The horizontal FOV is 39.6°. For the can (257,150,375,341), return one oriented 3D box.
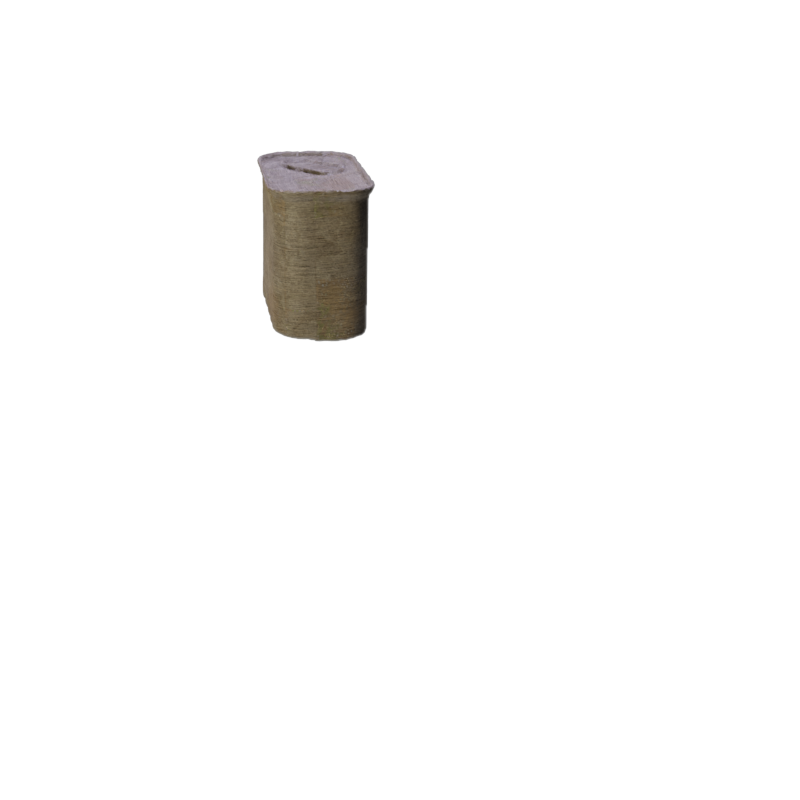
[{"bbox_3d":[-0.049,-0.089,0.621,0.057,0.080,0.108,-2,21,-10],"label":"can"}]
